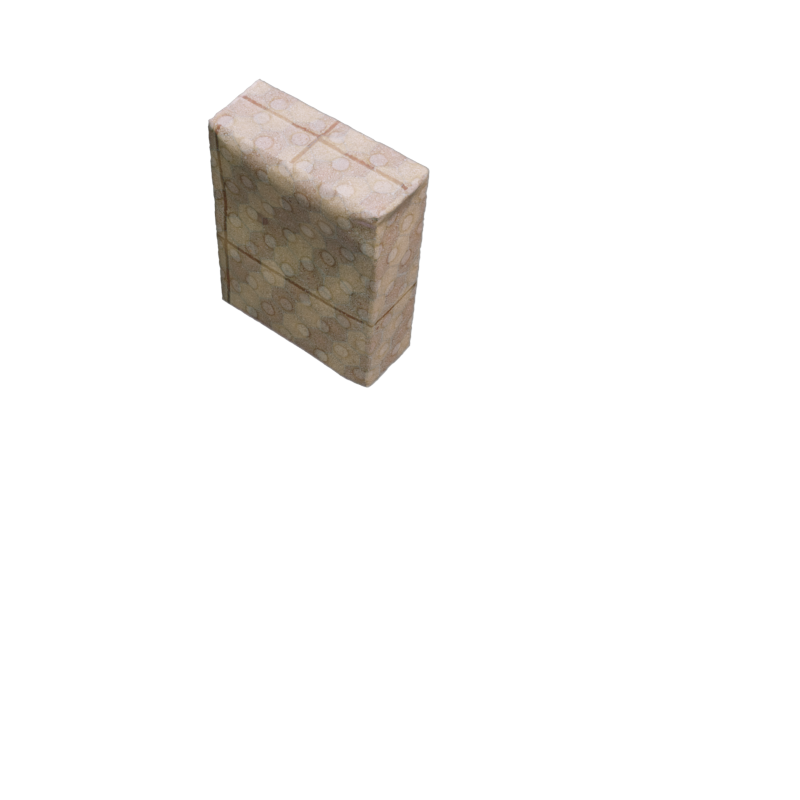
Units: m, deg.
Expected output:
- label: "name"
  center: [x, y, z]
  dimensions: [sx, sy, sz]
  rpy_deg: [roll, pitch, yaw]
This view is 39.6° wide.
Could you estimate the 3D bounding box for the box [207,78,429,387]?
- label: "box"
  center: [-0.069, -0.126, 0.886]
  dimensions: [0.173, 0.199, 0.073]
  rpy_deg: [33, 58, 21]
